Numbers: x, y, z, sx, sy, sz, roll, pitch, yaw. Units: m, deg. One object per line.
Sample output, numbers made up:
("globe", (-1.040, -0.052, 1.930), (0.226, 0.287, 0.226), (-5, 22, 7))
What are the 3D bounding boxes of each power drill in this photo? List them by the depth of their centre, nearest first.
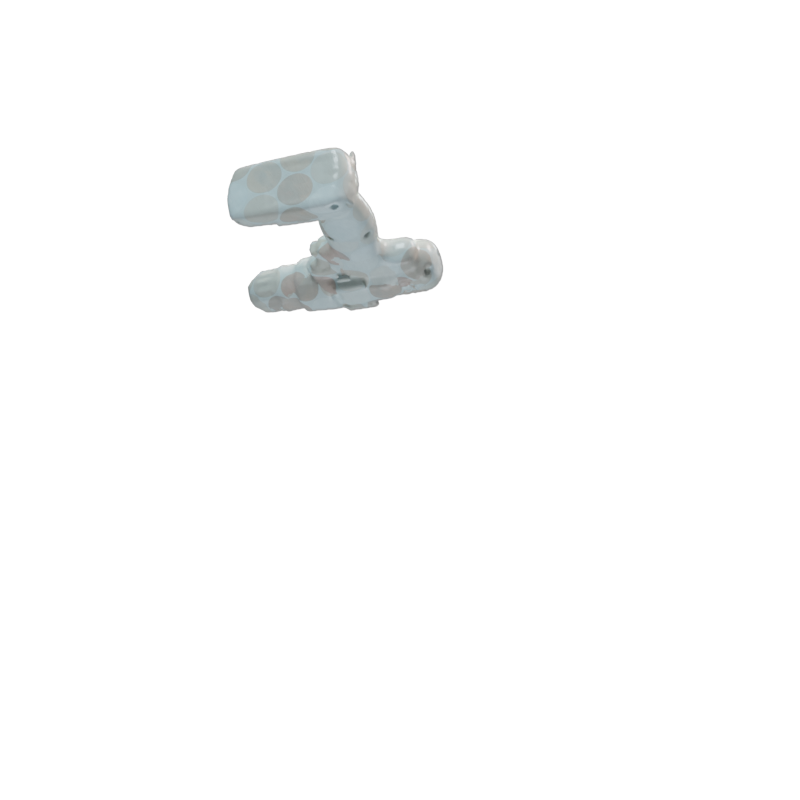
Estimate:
("power drill", (-0.074, -0.136, 0.950), (0.187, 0.061, 0.174), (-9, -26, 19))
